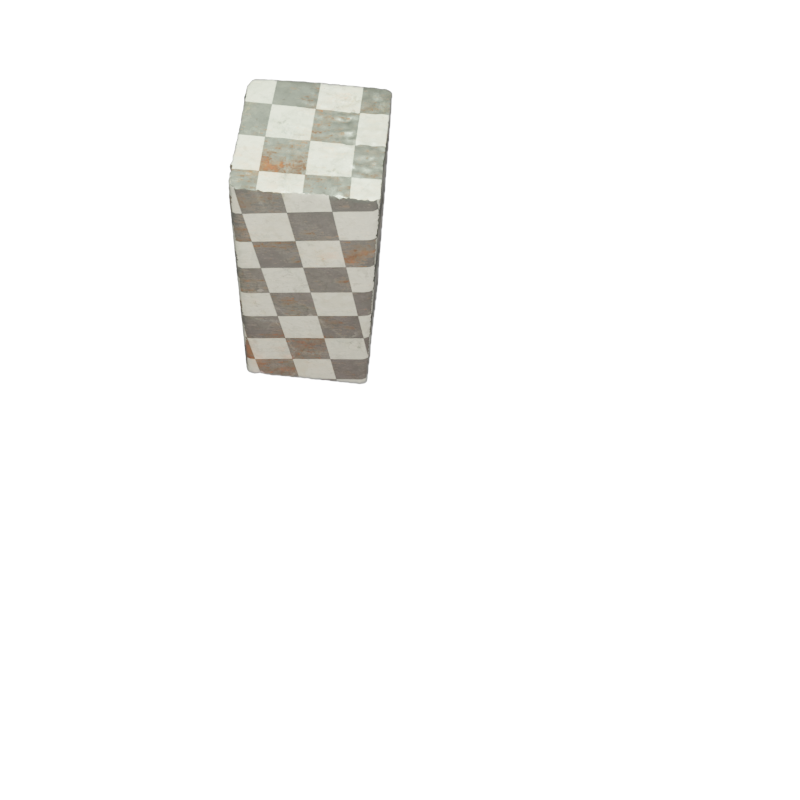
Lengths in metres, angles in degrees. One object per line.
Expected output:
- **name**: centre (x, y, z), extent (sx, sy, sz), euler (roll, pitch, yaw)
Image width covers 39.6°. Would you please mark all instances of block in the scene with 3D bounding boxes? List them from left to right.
- **block**: centre (-0.058, -0.105, 0.732), extent (0.090, 0.096, 0.193), euler (6, -32, 0)
